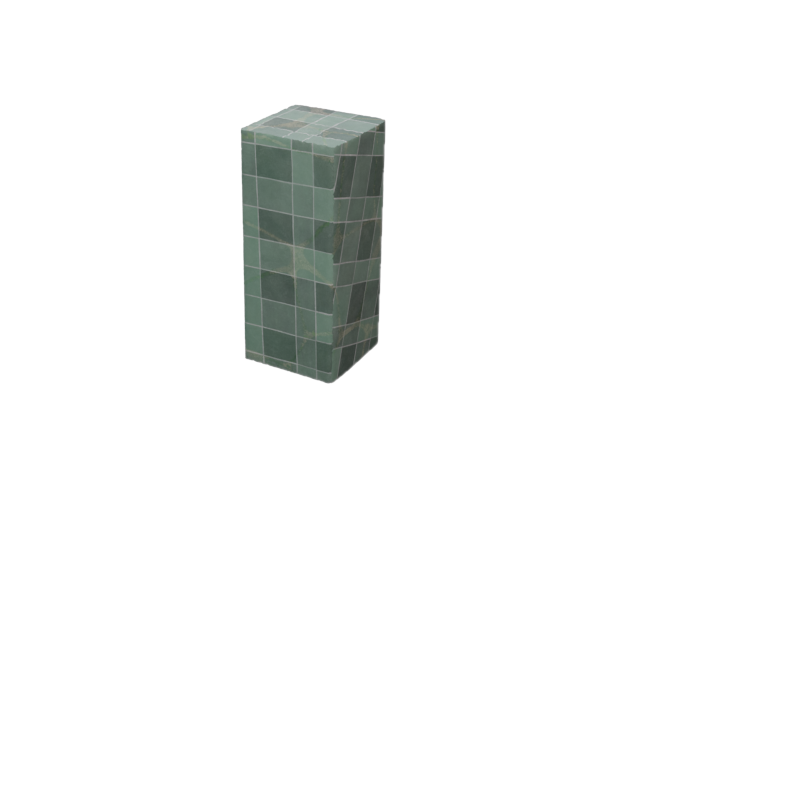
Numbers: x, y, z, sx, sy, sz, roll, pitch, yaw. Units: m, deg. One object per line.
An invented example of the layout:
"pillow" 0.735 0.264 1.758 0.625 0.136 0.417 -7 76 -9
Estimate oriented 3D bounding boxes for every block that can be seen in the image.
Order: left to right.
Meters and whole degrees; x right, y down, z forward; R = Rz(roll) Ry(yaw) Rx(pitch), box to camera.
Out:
"block" -0.072 -0.133 0.933 0.095 0.196 0.091 14 27 25
